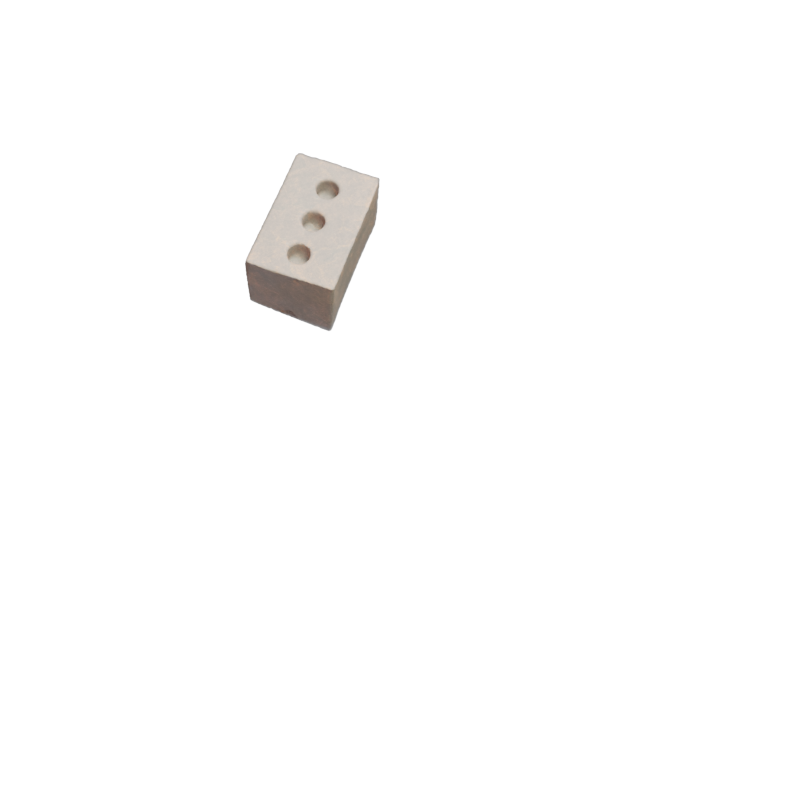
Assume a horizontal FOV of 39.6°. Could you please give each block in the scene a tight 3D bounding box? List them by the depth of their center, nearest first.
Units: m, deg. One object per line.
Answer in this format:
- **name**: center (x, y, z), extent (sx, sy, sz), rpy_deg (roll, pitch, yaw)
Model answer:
- **block**: center (-0.050, -0.091, 0.634), extent (0.054, 0.081, 0.048), rpy_deg (18, -24, 6)
